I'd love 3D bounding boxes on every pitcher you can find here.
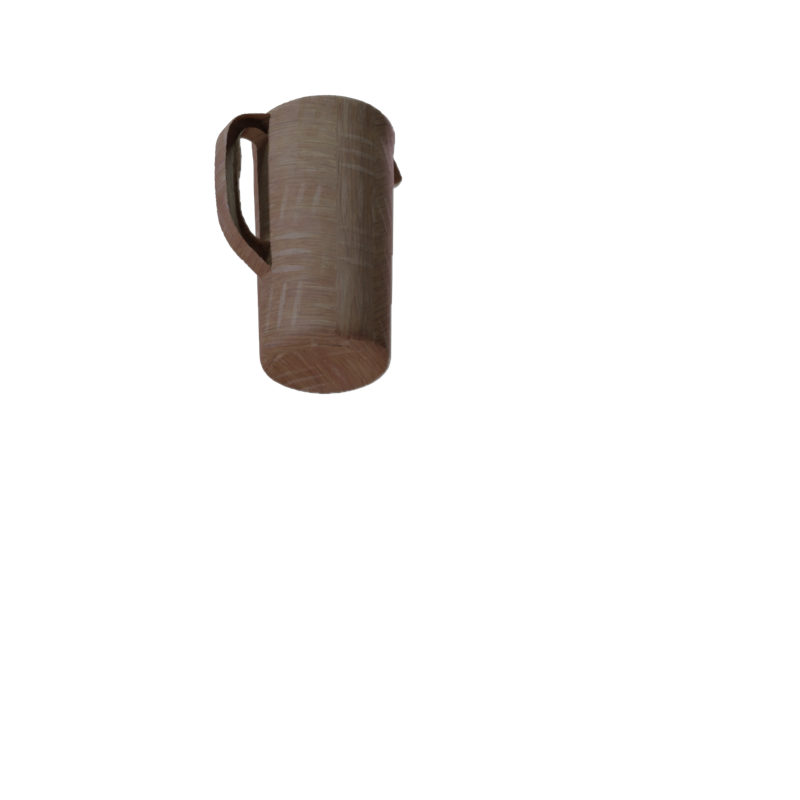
[{"bbox_3d":[-0.075,-0.137,0.960,0.150,0.259,0.135,-7,-30,8],"label":"pitcher"}]
